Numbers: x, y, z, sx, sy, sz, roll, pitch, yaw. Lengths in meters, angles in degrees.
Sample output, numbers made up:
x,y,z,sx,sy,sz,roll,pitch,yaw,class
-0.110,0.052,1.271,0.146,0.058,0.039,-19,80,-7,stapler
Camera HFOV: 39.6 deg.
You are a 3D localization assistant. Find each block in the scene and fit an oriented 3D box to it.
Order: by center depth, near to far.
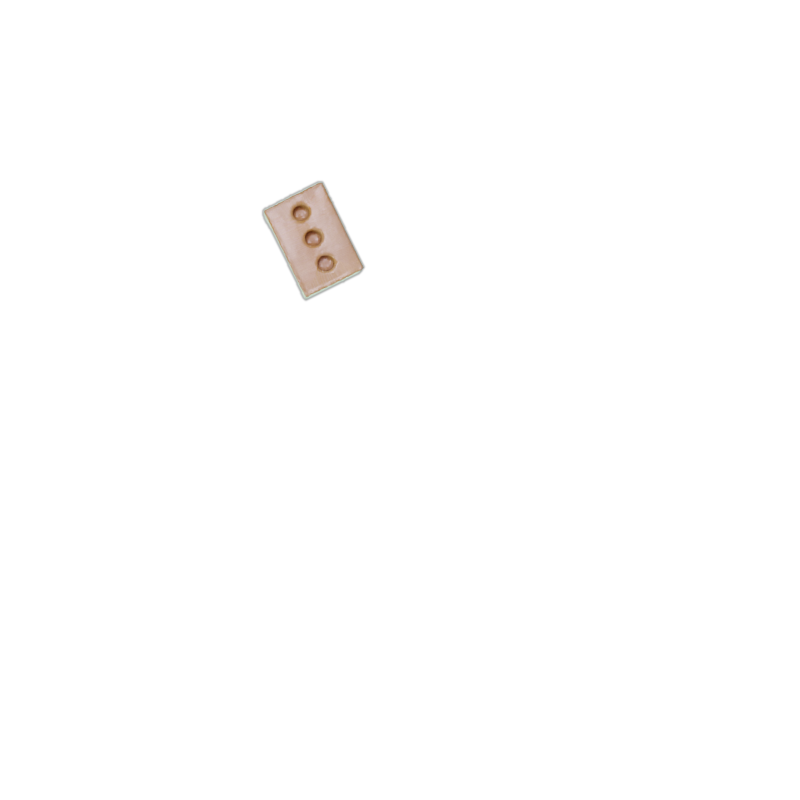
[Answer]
x,y,z,sx,sy,sz,roll,pitch,yaw,class
-0.069,-0.125,0.877,0.053,0.079,0.051,-27,-3,-3,block
